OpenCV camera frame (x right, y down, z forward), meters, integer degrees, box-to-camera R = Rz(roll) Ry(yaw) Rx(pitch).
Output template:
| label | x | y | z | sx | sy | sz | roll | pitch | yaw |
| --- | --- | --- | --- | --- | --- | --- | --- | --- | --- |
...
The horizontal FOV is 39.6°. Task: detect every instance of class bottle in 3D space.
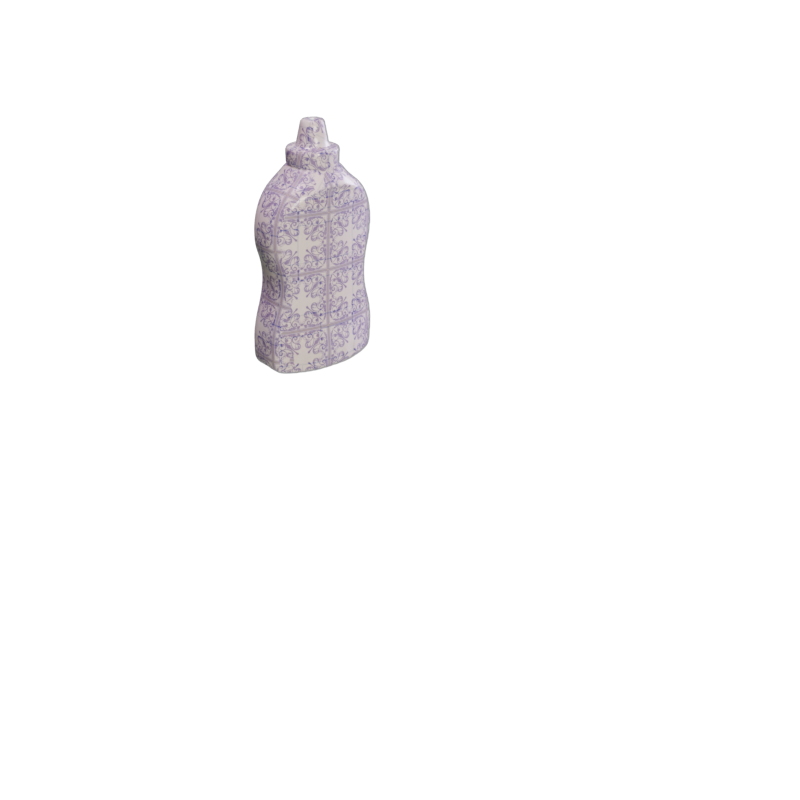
| label | x | y | z | sx | sy | sz | roll | pitch | yaw |
| --- | --- | --- | --- | --- | --- | --- | --- | --- | --- |
| bottle | -0.067 | -0.121 | 0.850 | 0.094 | 0.183 | 0.062 | -15 | 26 | -35 |
